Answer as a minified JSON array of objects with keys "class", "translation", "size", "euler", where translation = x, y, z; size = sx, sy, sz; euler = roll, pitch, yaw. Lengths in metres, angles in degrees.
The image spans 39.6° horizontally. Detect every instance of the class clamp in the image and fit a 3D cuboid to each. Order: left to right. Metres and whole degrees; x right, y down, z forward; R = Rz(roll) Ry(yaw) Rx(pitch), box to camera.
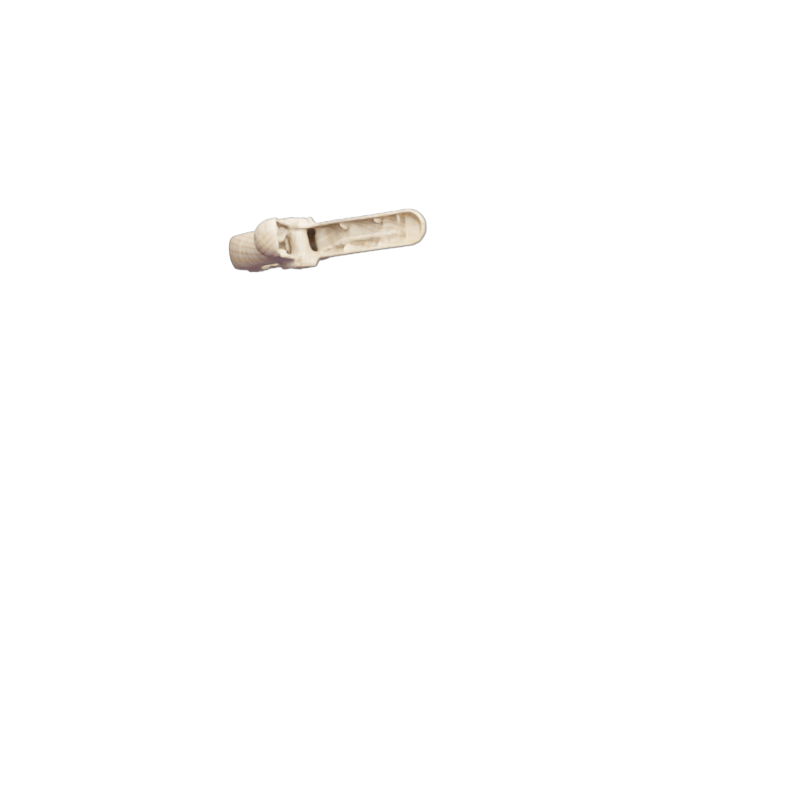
[{"class":"clamp","translation":[-0.061,-0.111,0.775],"size":[0.117,0.039,0.176],"euler":[-2,5,-20]}]
